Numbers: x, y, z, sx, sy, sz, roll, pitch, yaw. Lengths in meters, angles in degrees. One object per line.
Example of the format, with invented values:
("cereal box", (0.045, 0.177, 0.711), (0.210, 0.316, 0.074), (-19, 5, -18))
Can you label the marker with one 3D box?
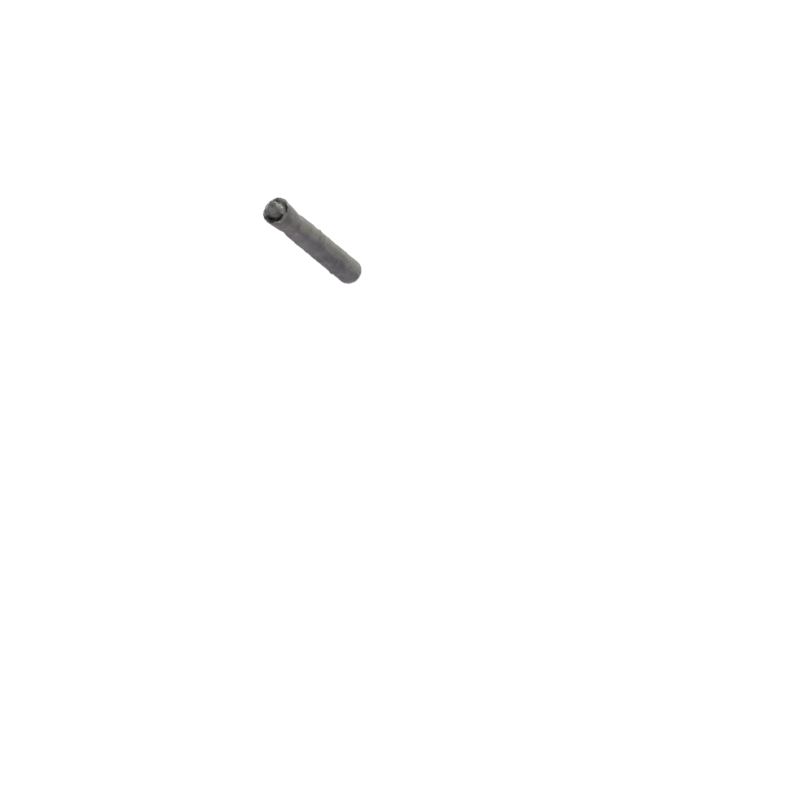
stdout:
("marker", (-0.059, -0.109, 0.760), (0.020, 0.020, 0.113), (2, -15, 26))
